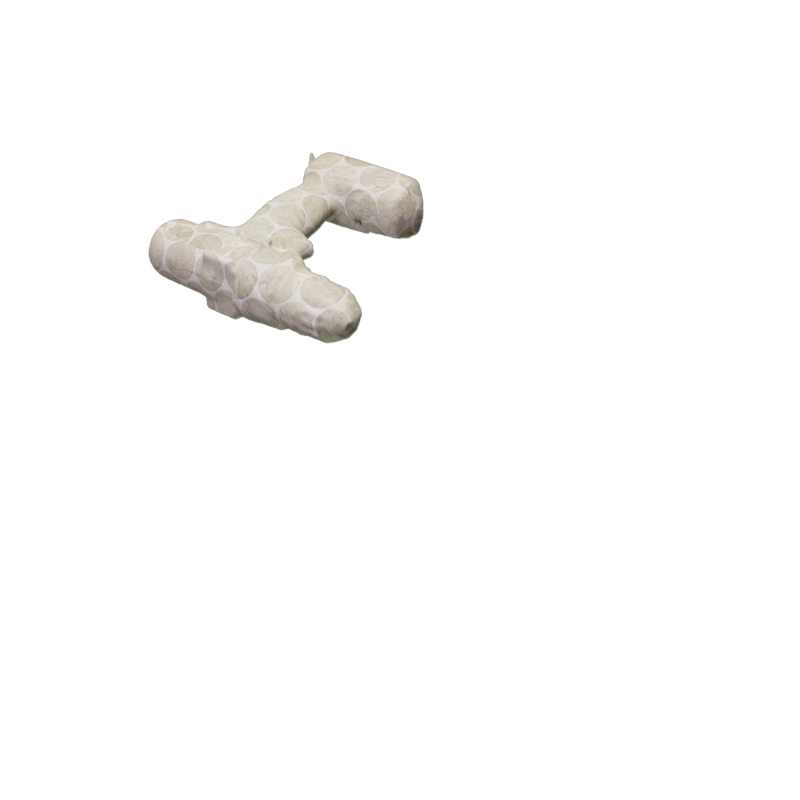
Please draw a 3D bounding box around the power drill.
[{"bbox_3d":[-0.065,-0.118,0.825,0.195,0.054,0.189,24,41,30],"label":"power drill"}]
